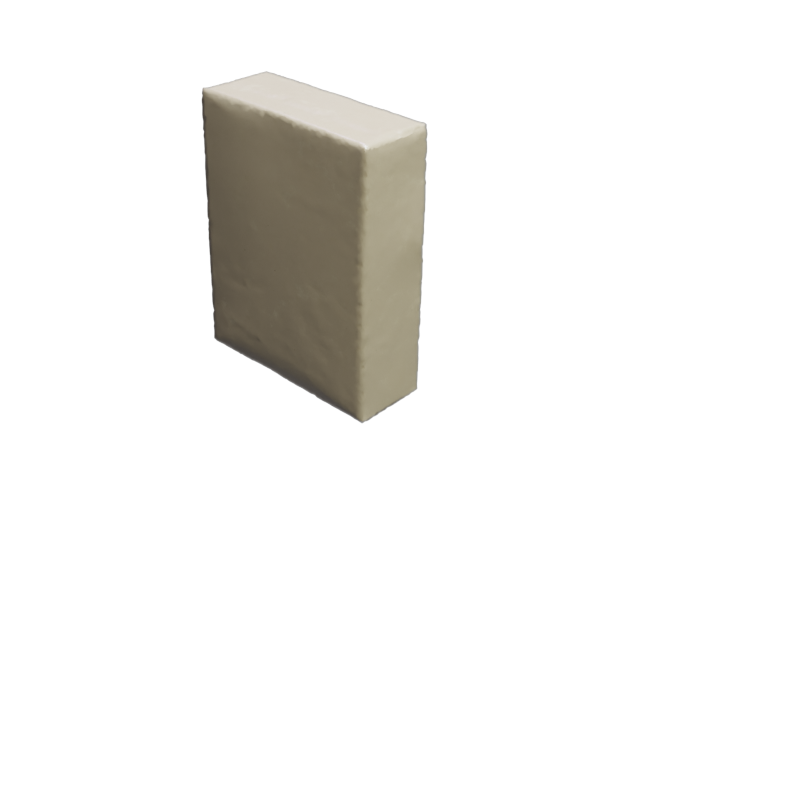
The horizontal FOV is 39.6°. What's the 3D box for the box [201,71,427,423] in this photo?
[{"bbox_3d":[-0.063,-0.115,0.806,0.175,0.202,0.071,27,37,37],"label":"box"}]
